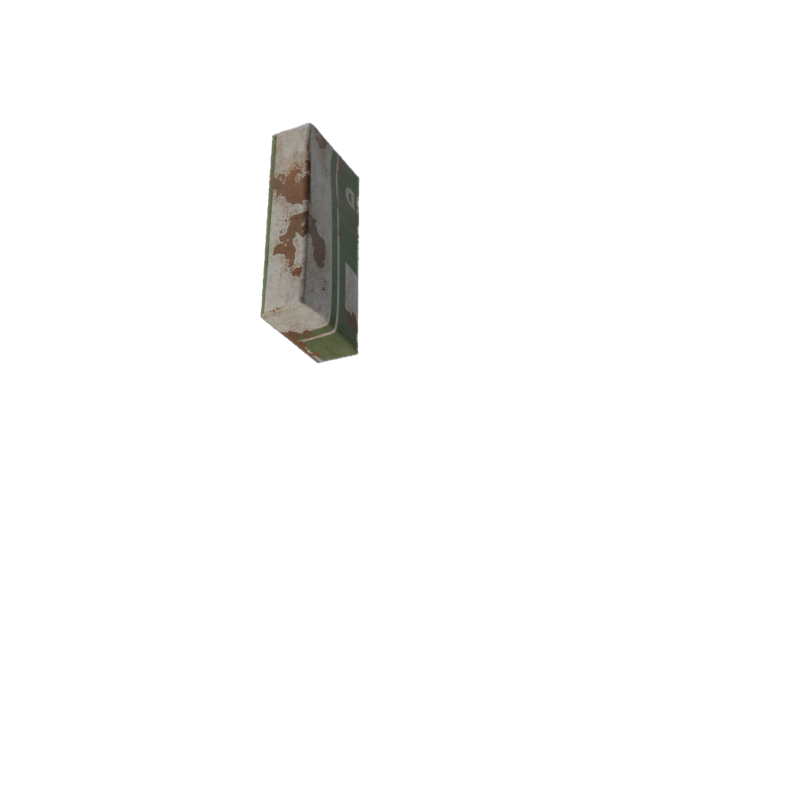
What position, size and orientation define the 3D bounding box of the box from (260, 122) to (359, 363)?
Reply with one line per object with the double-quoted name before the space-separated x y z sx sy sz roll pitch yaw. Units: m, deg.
"box" -0.072 -0.130 0.914 0.049 0.188 0.086 -17 -34 22
